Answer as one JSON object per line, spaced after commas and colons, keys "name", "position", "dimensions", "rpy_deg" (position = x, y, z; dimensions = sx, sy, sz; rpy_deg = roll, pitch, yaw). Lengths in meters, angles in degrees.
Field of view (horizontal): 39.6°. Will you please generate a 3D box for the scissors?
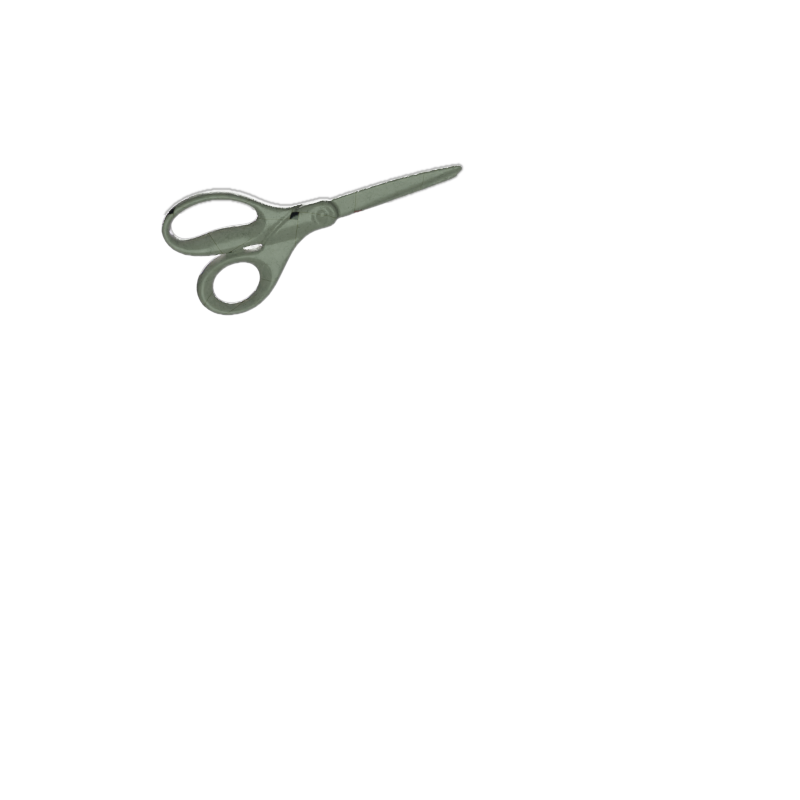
{"name": "scissors", "position": [-0.058, -0.106, 0.744], "dimensions": [0.202, 0.092, 0.016], "rpy_deg": [-3, 20, 1]}
